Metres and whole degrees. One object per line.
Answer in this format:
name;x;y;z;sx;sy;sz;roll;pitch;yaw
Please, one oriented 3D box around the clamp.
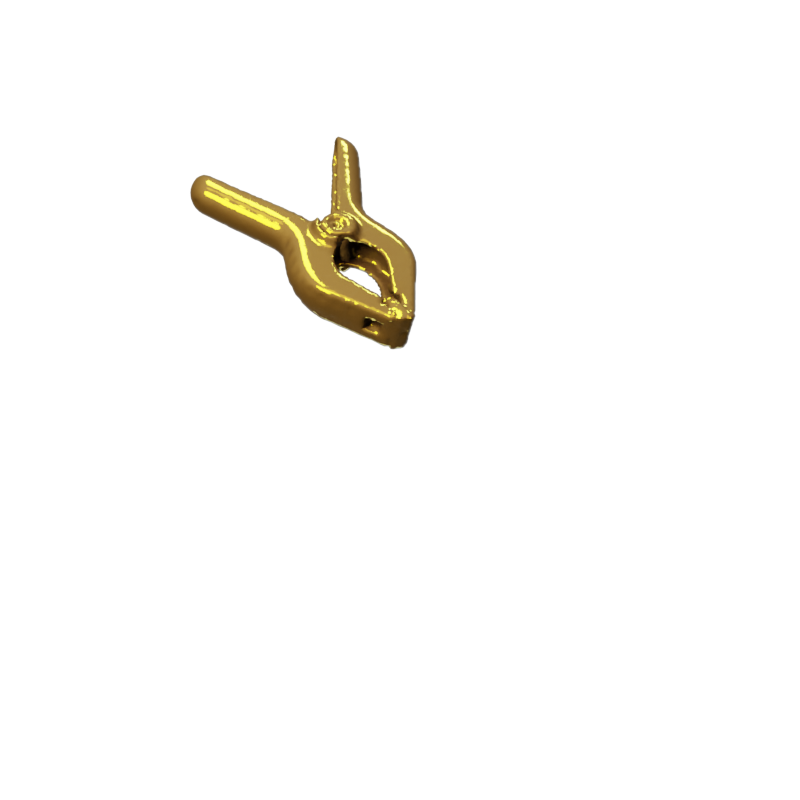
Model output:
clamp;-0.054;-0.098;0.685;0.119;0.186;0.036;-17;-40;-16
